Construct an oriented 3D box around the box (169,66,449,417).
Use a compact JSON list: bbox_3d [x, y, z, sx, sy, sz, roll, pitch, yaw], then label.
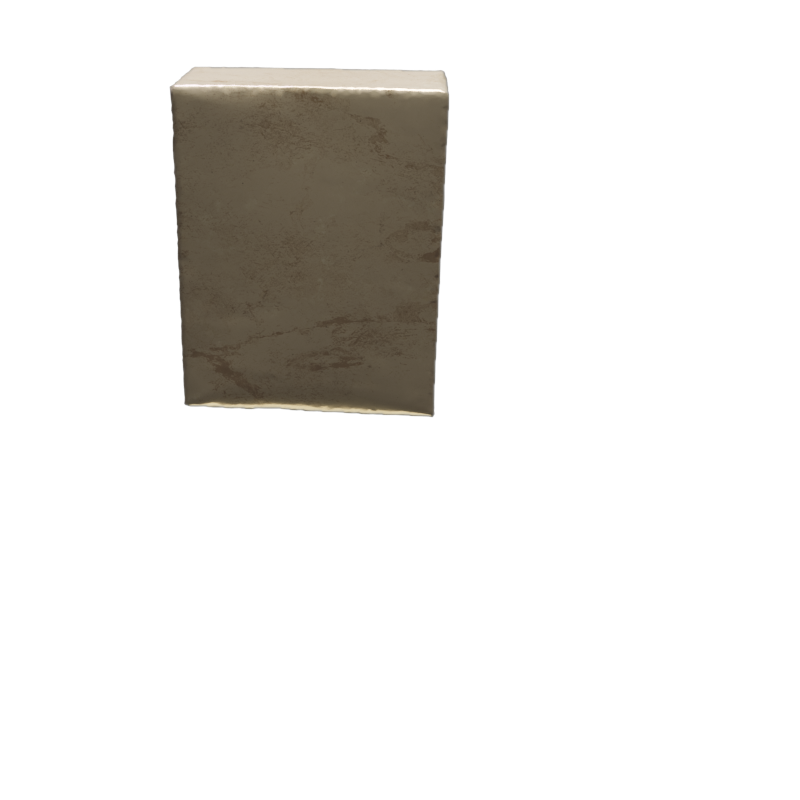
[{"bbox_3d":[-0.055,-0.100,0.702,0.165,0.204,0.075,3,22,4],"label":"box"}]
